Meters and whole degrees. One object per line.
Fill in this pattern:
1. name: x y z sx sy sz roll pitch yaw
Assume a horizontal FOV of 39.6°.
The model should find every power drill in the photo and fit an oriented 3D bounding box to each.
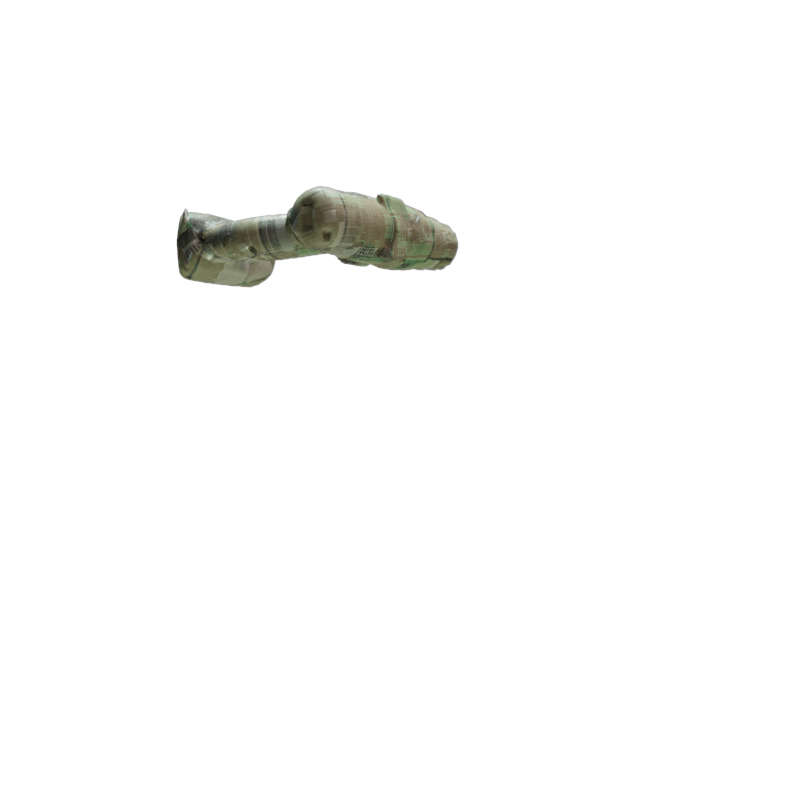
1. power drill: -0.069 -0.126 0.881 0.193 0.059 0.175 -3 -6 36
